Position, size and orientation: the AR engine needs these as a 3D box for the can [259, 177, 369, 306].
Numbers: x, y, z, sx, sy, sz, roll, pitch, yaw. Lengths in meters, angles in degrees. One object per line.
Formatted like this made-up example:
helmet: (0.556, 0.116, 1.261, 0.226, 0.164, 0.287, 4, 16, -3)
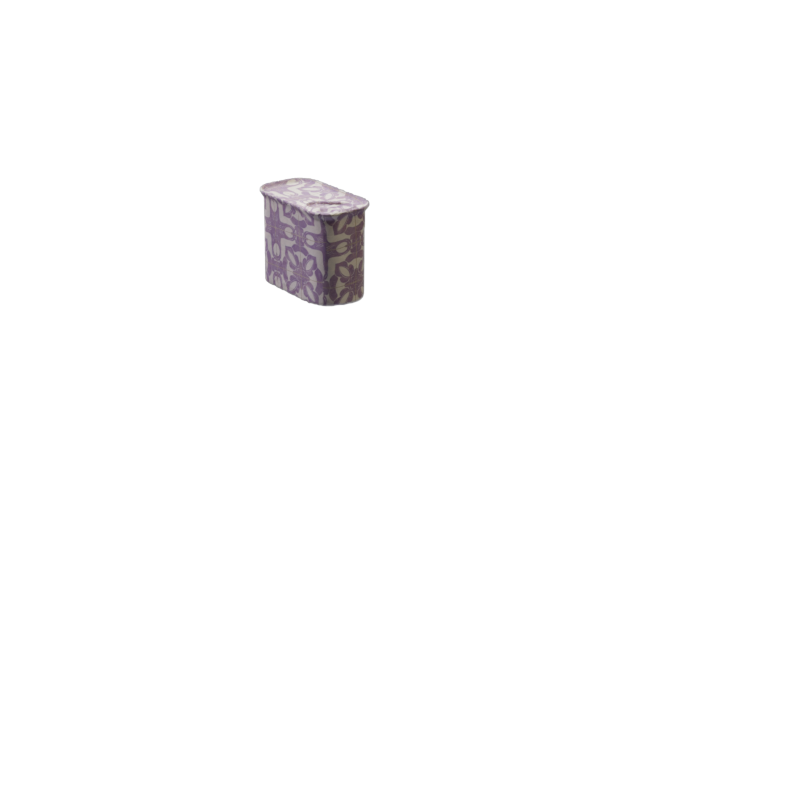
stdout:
can: (-0.073, -0.133, 0.933, 0.056, 0.080, 0.109, -16, 29, -35)
